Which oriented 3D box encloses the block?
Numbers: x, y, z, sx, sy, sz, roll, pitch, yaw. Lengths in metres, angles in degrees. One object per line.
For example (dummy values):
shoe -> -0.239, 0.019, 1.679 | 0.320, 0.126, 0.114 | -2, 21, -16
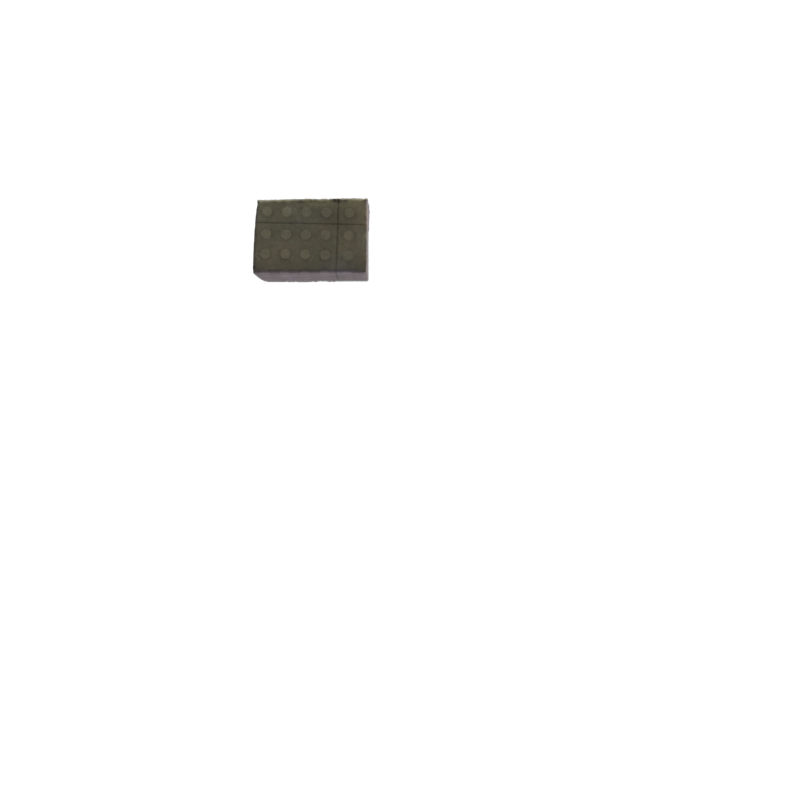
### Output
block -> -0.060, -0.110, 0.770 | 0.078, 0.052, 0.052 | 0, -5, 3
